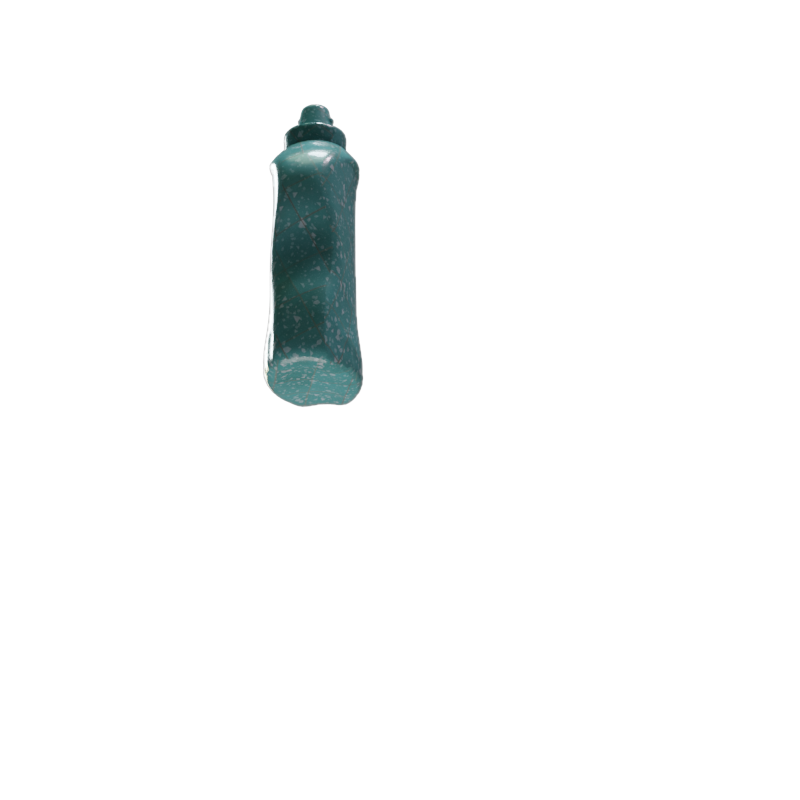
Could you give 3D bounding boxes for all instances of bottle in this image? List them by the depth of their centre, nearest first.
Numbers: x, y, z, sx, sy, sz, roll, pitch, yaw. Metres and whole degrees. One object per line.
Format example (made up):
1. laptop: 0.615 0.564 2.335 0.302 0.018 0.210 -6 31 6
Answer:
1. bottle: -0.054 -0.099 0.696 0.059 0.202 0.090 -5 -23 7
